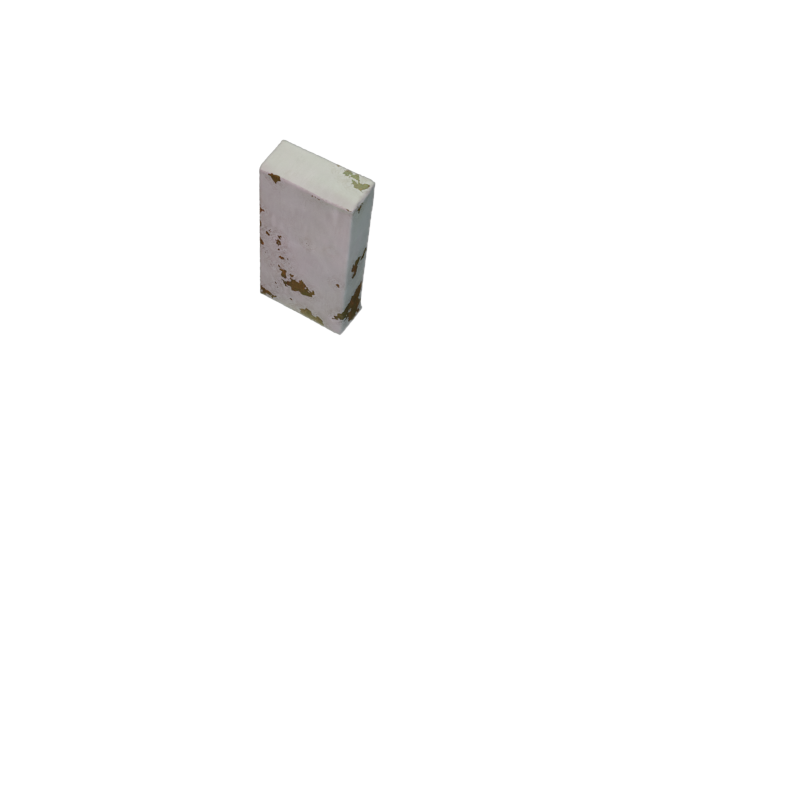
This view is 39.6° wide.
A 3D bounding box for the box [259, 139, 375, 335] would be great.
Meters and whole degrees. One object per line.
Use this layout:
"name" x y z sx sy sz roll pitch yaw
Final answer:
"box" -0.076 -0.138 0.971 0.097 0.049 0.165 28 -30 14
